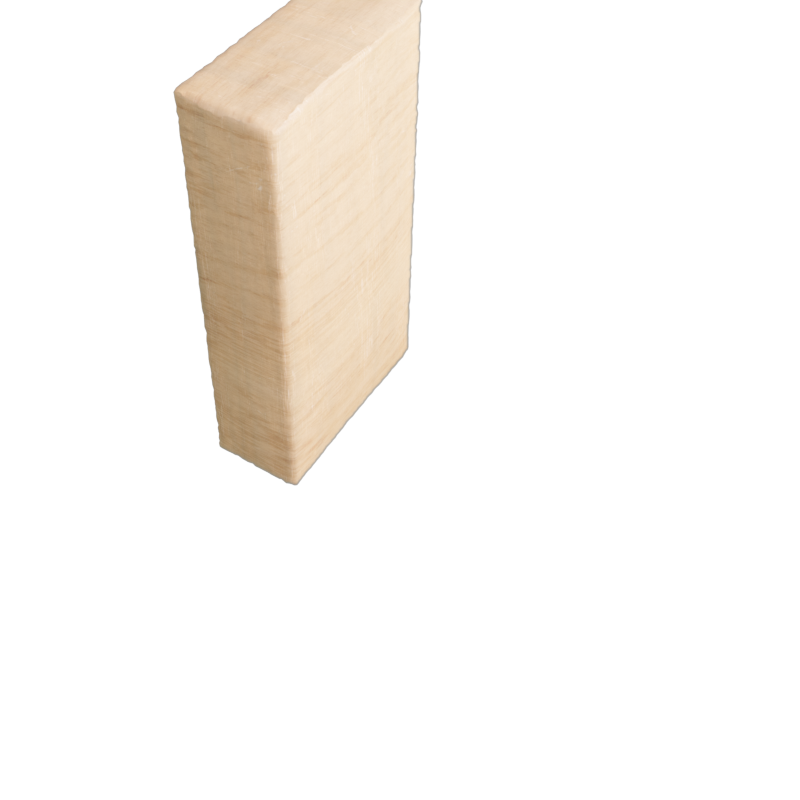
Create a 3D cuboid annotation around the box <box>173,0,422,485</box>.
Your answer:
[{"bbox_3d":[-0.032,-0.059,0.416,0.050,0.164,0.096,25,51,18],"label":"box"}]
